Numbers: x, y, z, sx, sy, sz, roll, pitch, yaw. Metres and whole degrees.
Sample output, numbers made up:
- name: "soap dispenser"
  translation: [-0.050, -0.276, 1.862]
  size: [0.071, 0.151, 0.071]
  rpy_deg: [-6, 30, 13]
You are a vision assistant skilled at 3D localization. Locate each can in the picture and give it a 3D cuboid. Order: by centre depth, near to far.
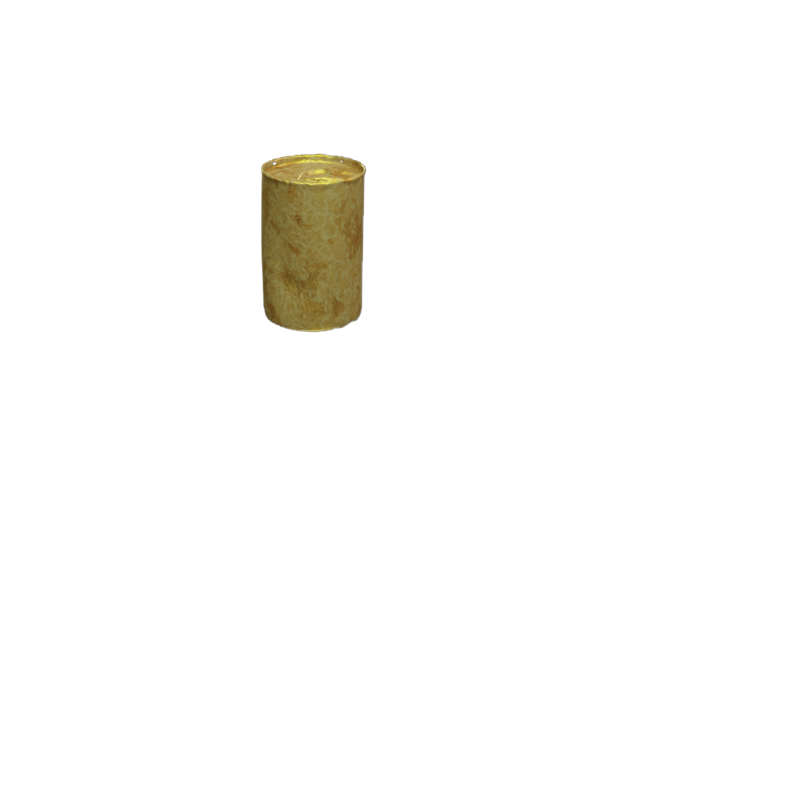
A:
- name: "can"
  translation: [-0.057, -0.104, 0.729]
  size: [0.068, 0.098, 0.072]
  rpy_deg: [0, 22, -2]
